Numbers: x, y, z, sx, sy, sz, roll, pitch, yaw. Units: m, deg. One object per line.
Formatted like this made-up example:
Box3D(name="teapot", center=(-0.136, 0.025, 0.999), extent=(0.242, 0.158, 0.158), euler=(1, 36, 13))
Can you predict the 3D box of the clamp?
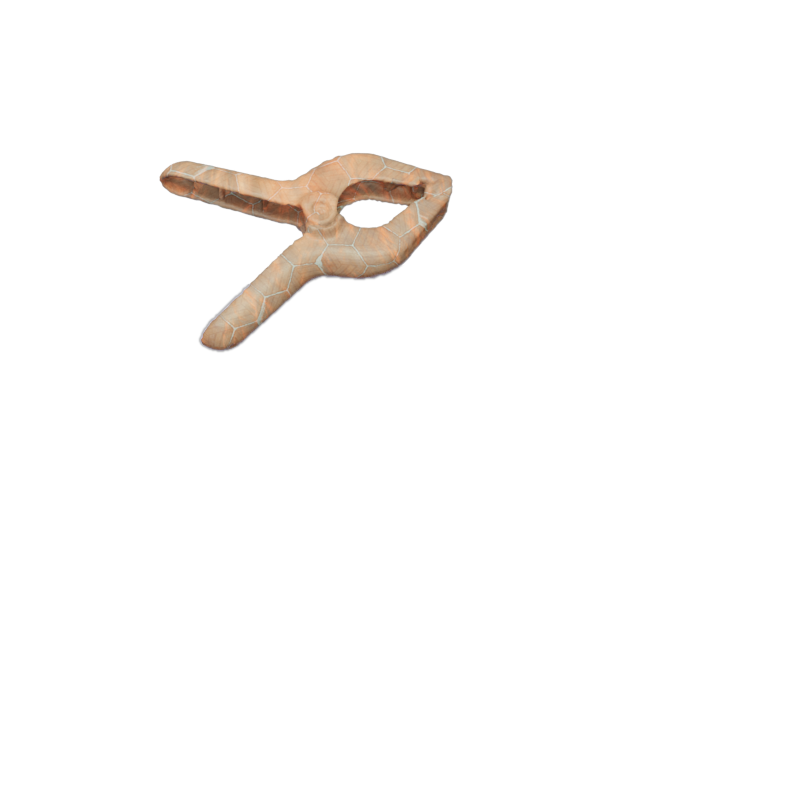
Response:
Box3D(name="clamp", center=(-0.050, -0.092, 0.644), extent=(0.171, 0.126, 0.037), euler=(-7, -19, -3))
